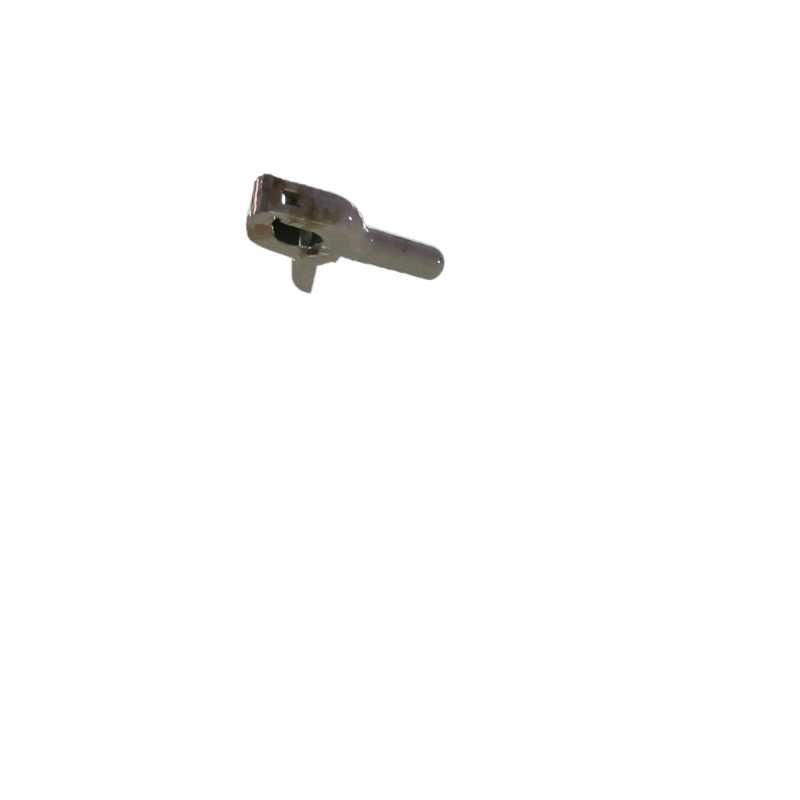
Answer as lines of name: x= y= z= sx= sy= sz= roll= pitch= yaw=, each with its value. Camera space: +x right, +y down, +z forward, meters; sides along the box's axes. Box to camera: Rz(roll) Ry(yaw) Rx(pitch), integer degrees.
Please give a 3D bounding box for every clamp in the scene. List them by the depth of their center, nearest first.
clamp: x=-0.060 y=-0.110 z=0.768 sx=0.122 sy=0.041 sz=0.160 roll=-13 pitch=-23 yaw=33
